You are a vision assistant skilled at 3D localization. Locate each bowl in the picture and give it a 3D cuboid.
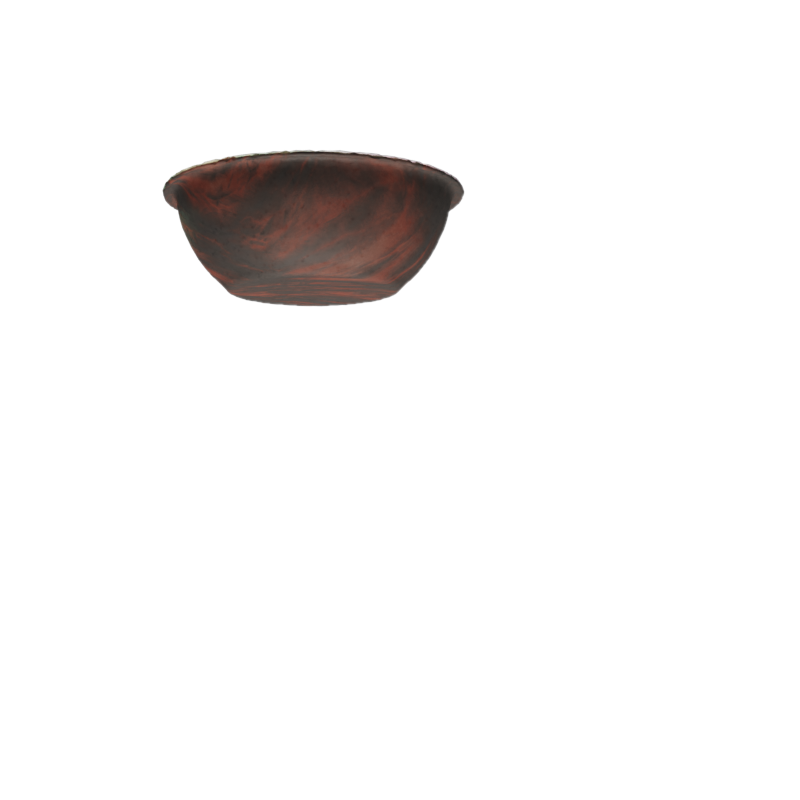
[{"bbox_3d":[-0.046,-0.085,0.592,0.162,0.056,0.159,0,-6,-2],"label":"bowl"}]
